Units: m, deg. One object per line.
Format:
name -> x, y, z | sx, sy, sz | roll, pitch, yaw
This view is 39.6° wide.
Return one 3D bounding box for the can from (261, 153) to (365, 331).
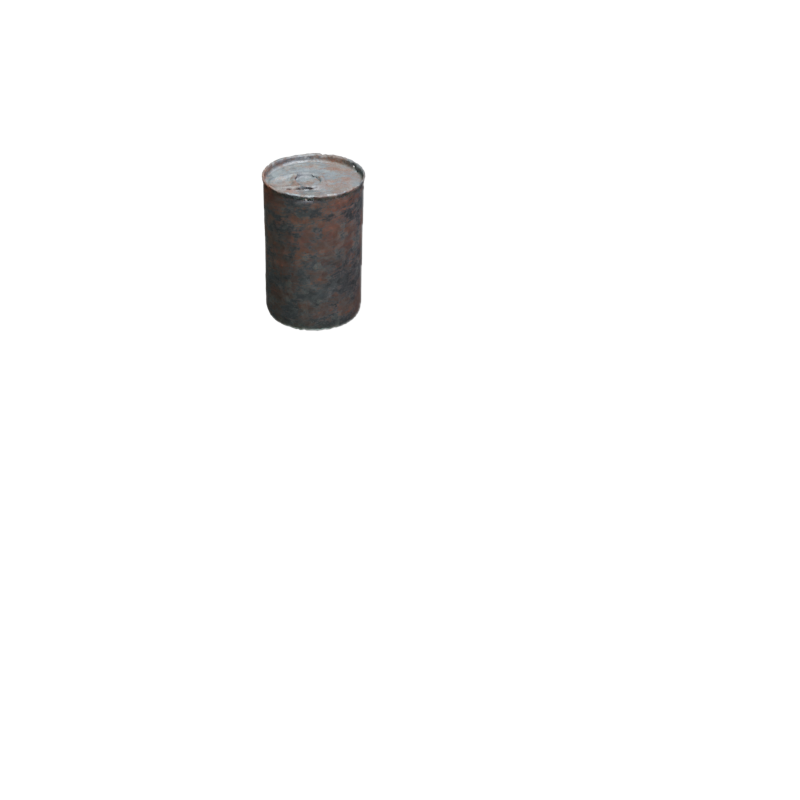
can -> -0.059, -0.107, 0.749 | 0.068, 0.096, 0.073 | 0, 31, -3
